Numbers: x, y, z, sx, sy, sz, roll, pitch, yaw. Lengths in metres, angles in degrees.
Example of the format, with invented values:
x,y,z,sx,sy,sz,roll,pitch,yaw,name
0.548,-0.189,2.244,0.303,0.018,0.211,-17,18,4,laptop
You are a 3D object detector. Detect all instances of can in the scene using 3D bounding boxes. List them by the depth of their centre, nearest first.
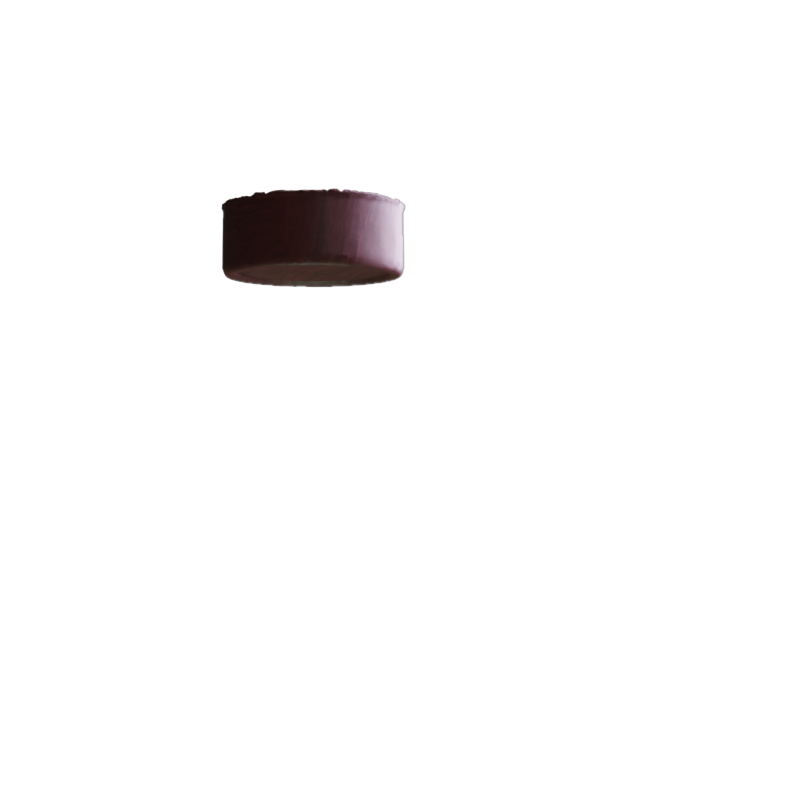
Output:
x,y,z,sx,sy,sz,roll,pitch,yaw,name
-0.040,-0.074,0.516,0.086,0.034,0.085,0,-2,-2,can
